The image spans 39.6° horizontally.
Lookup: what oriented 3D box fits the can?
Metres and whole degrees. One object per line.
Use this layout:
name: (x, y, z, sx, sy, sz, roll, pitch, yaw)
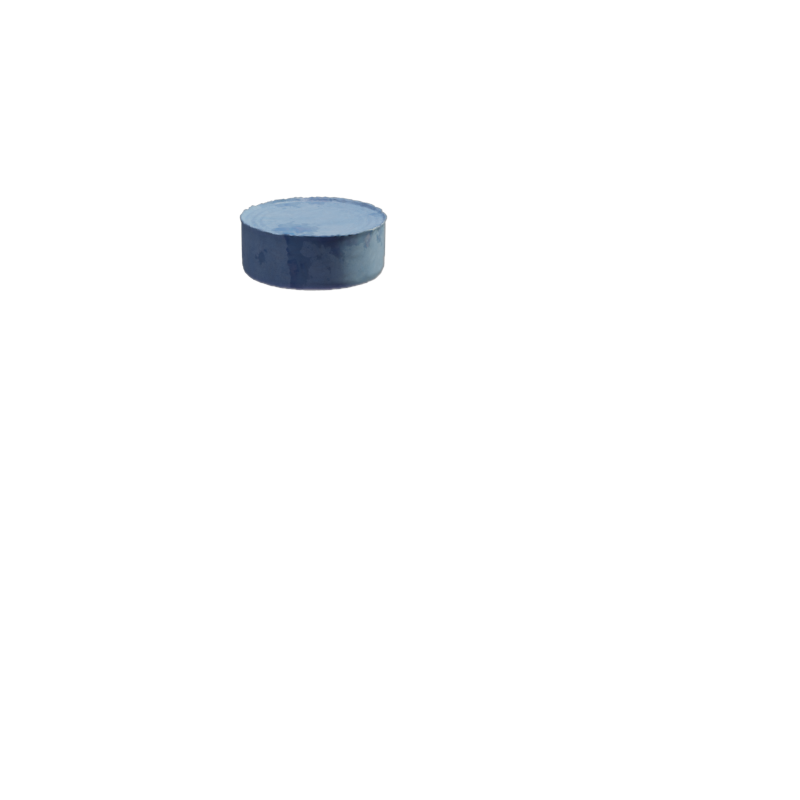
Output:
can: (-0.051, -0.093, 0.652, 0.086, 0.032, 0.090, -1, 23, -2)
